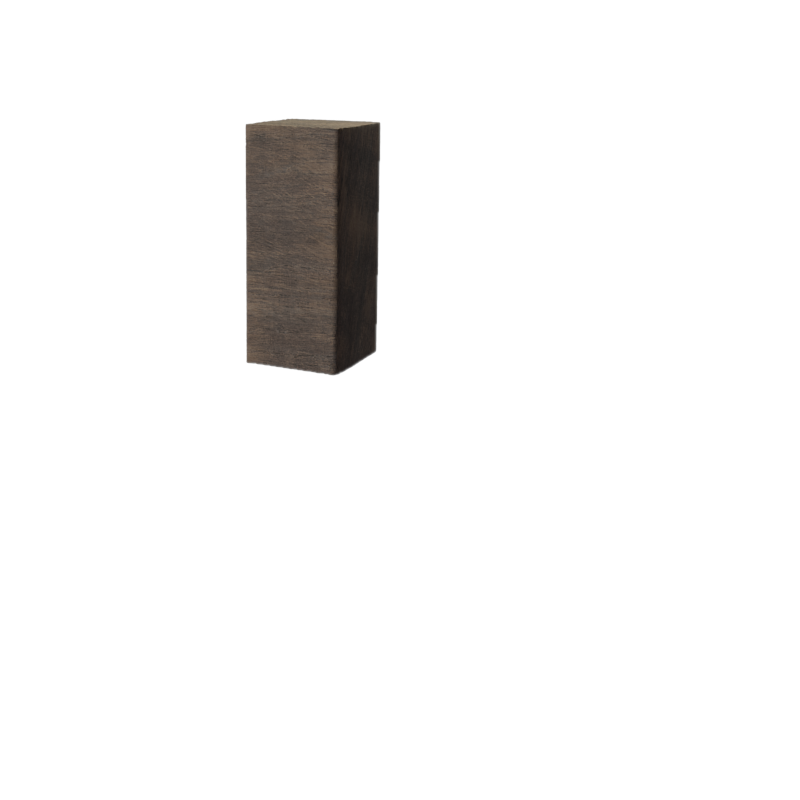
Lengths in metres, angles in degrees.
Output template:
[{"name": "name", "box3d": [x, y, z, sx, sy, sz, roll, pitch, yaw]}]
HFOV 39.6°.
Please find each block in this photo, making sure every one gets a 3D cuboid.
[{"name": "block", "box3d": [-0.075, -0.137, 0.961, 0.094, 0.201, 0.089, 6, 12, 24]}]
